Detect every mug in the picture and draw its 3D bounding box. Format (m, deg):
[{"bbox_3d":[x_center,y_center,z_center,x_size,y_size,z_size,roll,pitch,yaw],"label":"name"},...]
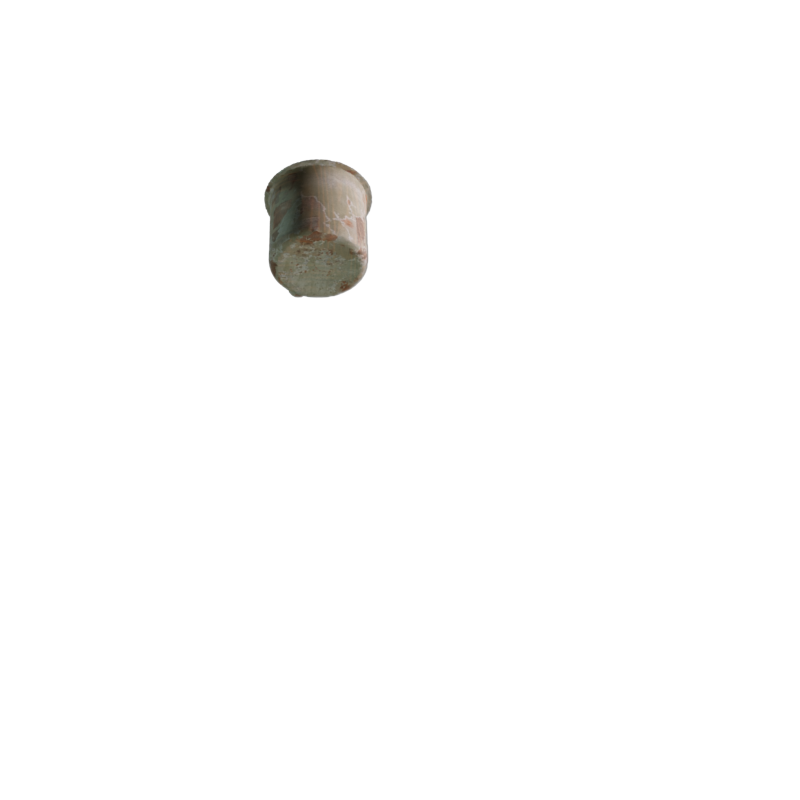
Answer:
[{"bbox_3d":[-0.073,-0.133,0.934,0.090,0.087,0.112,14,-43,-18],"label":"mug"}]
